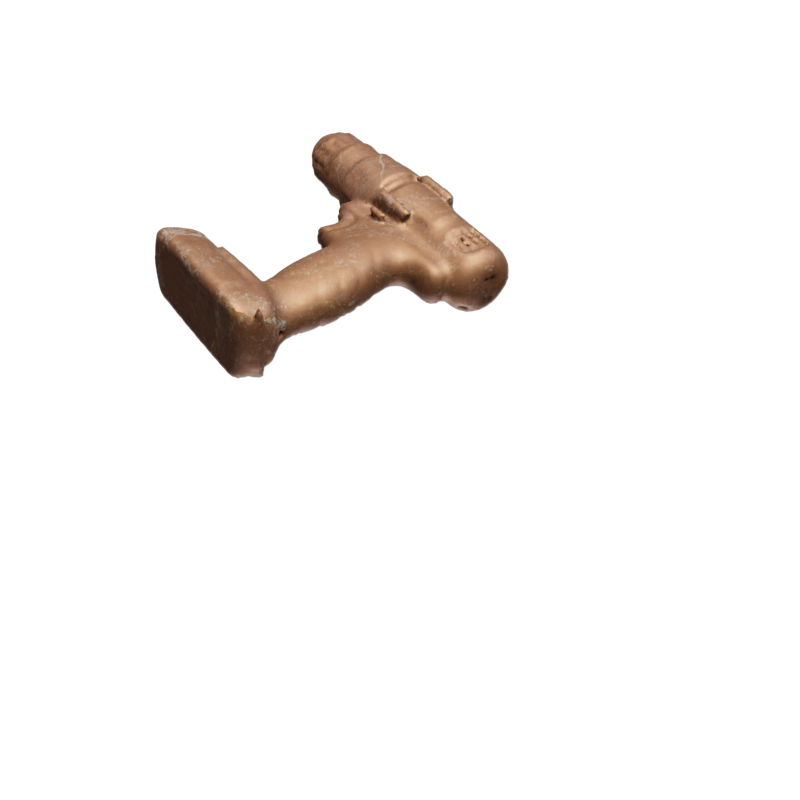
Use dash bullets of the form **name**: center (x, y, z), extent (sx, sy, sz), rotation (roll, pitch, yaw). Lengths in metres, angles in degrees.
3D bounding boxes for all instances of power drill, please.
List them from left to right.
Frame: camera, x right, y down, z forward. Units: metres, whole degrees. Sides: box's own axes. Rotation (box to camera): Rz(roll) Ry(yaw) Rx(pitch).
- **power drill**: center (-0.054, -0.099, 0.695), extent (0.186, 0.053, 0.199), rotation (-24, 47, -25)
